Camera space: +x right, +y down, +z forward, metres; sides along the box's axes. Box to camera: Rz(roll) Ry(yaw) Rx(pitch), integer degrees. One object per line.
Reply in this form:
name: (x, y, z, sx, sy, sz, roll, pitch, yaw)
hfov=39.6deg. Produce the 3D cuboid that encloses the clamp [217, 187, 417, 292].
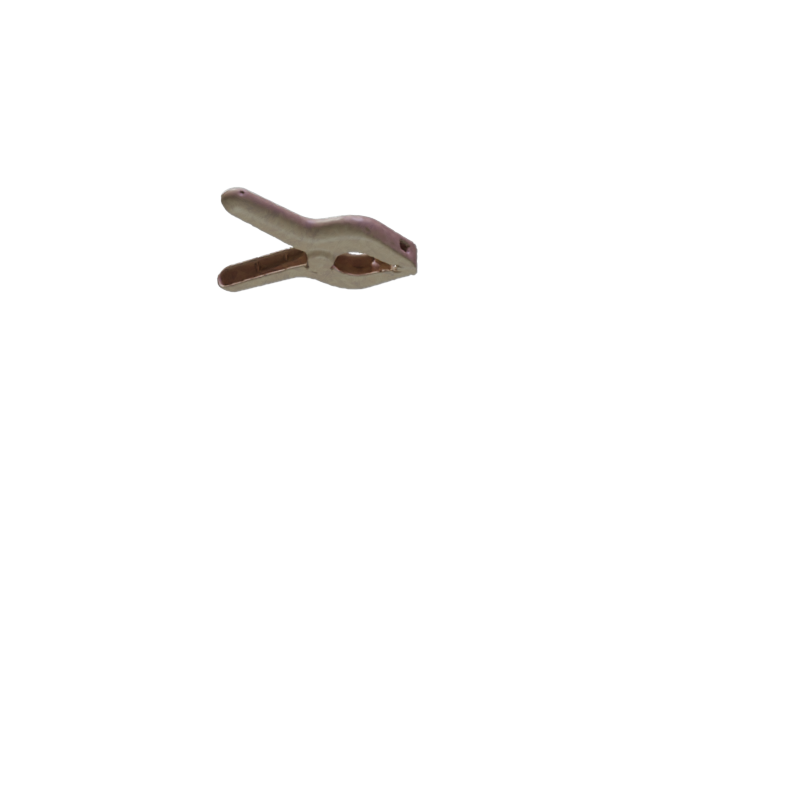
clamp: (-0.071, -0.129, 0.907, 0.172, 0.042, 0.112, -1, -28, 2)
